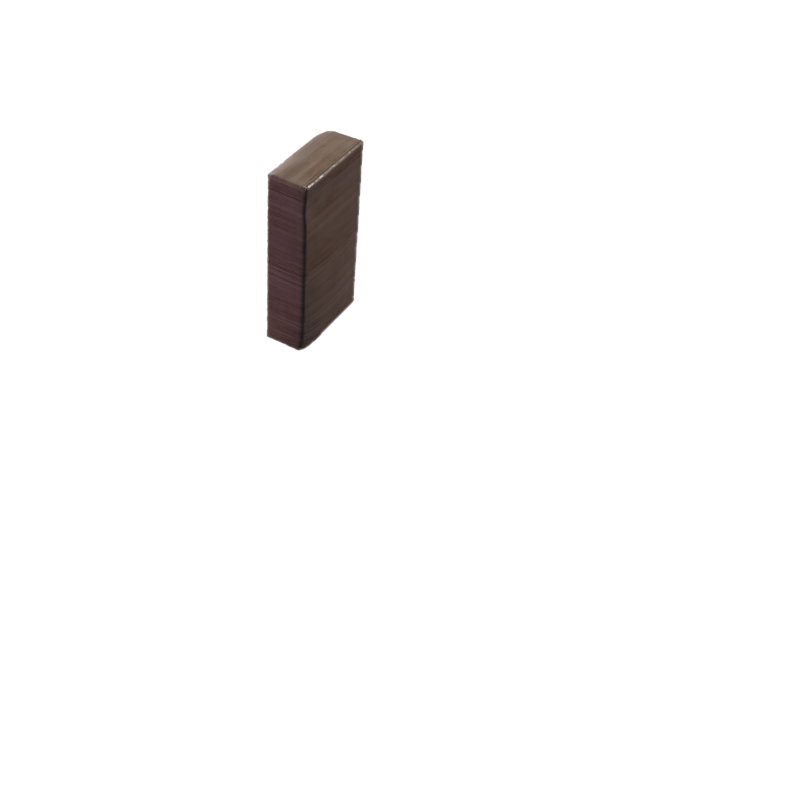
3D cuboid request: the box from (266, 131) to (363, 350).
[{"bbox_3d":[-0.076,-0.138,0.965,0.050,0.165,0.095,21,42,21],"label":"box"}]
